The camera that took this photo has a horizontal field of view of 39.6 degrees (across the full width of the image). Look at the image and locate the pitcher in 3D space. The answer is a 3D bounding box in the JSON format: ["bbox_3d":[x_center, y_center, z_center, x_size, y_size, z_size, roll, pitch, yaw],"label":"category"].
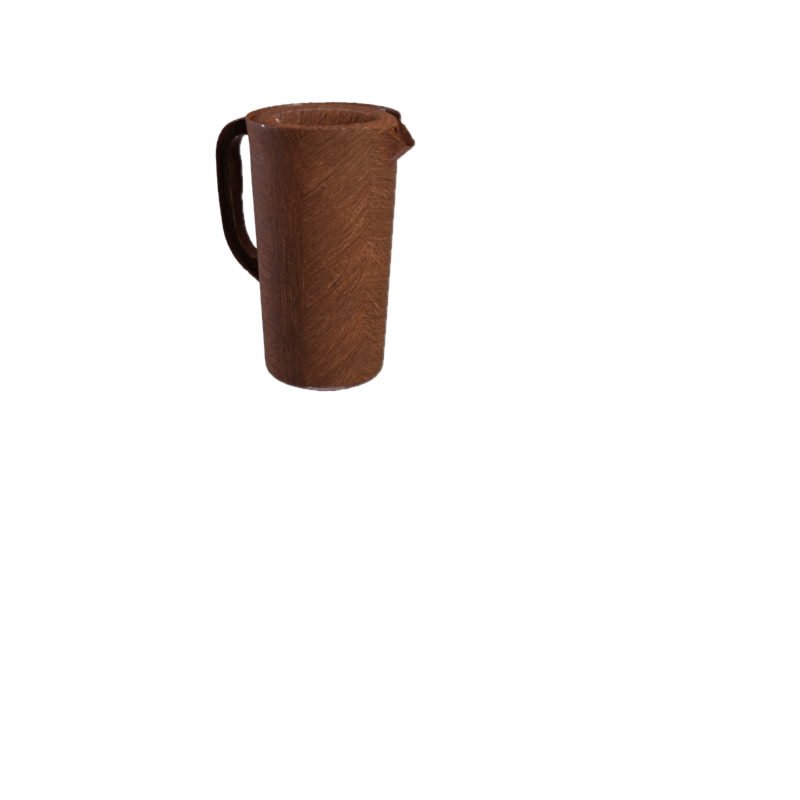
[{"bbox_3d":[-0.077,-0.140,0.977,0.142,0.233,0.158,-6,20,-19],"label":"pitcher"}]
